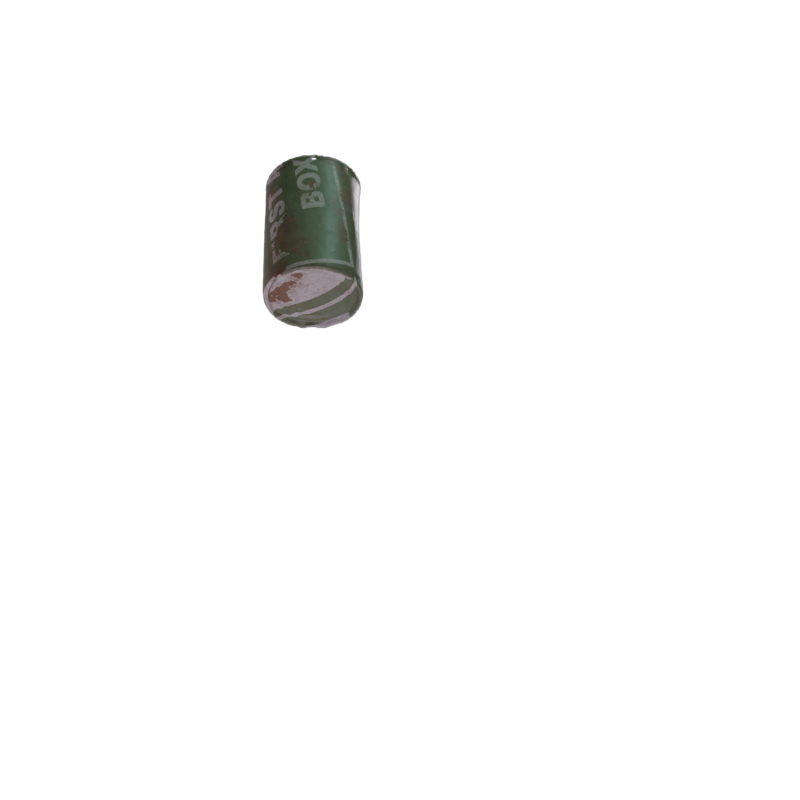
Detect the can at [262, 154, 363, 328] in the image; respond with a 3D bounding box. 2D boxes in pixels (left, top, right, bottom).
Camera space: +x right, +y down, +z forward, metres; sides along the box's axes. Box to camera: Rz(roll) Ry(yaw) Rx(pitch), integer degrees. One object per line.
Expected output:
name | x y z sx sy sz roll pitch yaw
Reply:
can | -0.059 -0.108 0.756 0.068 0.110 0.064 -1 -38 -3
